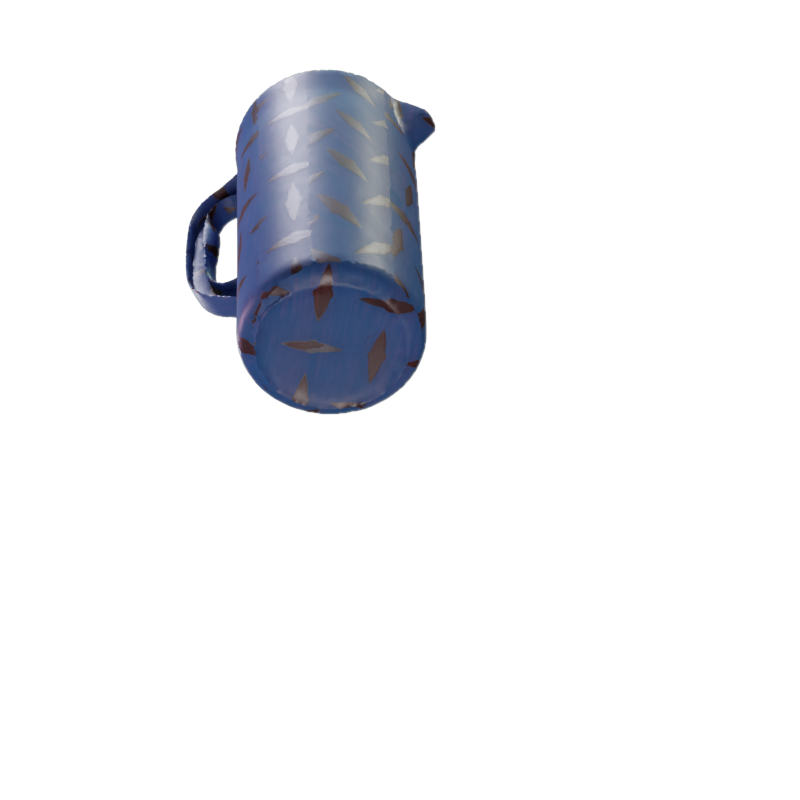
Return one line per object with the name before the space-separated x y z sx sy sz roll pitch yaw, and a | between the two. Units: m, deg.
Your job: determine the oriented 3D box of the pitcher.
pitcher | -0.056 -0.103 0.721 0.141 0.143 0.260 17 34 -15
